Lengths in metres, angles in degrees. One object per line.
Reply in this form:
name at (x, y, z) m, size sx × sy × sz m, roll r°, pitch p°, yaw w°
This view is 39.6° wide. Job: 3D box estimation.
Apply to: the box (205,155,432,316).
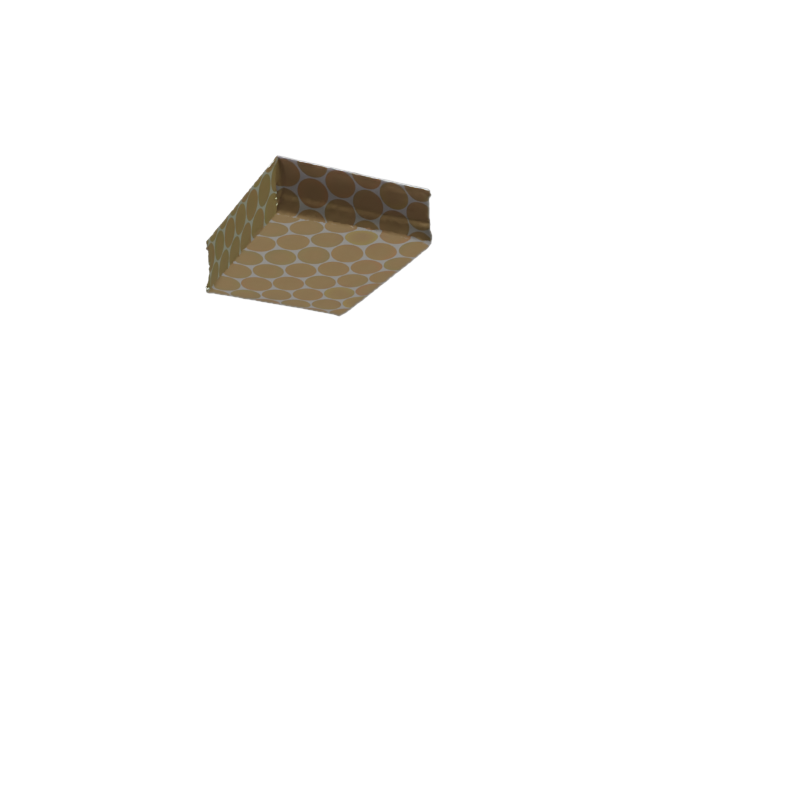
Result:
box at (-0.048, -0.087, 0.611) m, size 0.086 × 0.041 × 0.112 m, roll 11°, pitch -24°, yaw -25°
